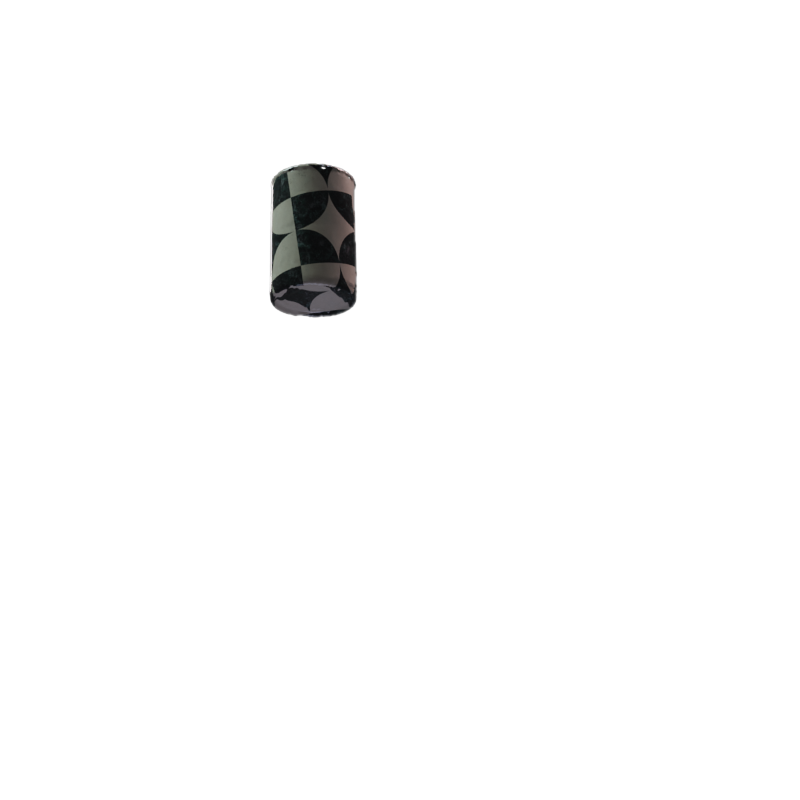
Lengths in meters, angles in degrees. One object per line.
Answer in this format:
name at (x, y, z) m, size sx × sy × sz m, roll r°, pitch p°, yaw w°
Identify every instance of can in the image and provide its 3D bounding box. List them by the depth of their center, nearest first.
can at (-0.067, -0.123, 0.861) m, size 0.068 × 0.108 × 0.065 m, roll 0°, pitch -24°, yaw -2°
